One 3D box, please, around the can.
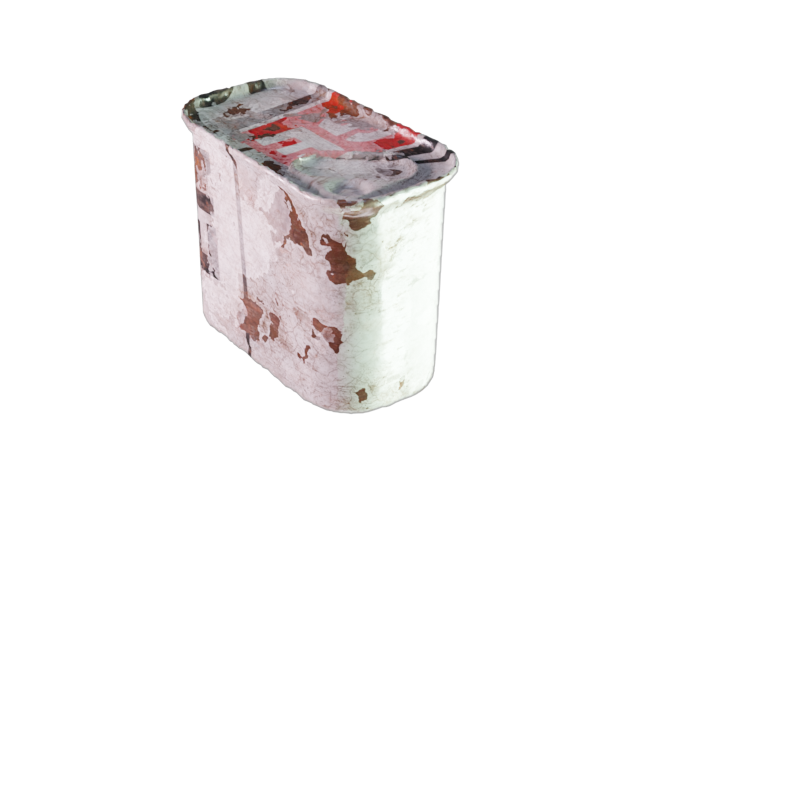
[{"bbox_3d":[-0.030,-0.055,0.386,0.057,0.079,0.109,-22,40,-32],"label":"can"}]
